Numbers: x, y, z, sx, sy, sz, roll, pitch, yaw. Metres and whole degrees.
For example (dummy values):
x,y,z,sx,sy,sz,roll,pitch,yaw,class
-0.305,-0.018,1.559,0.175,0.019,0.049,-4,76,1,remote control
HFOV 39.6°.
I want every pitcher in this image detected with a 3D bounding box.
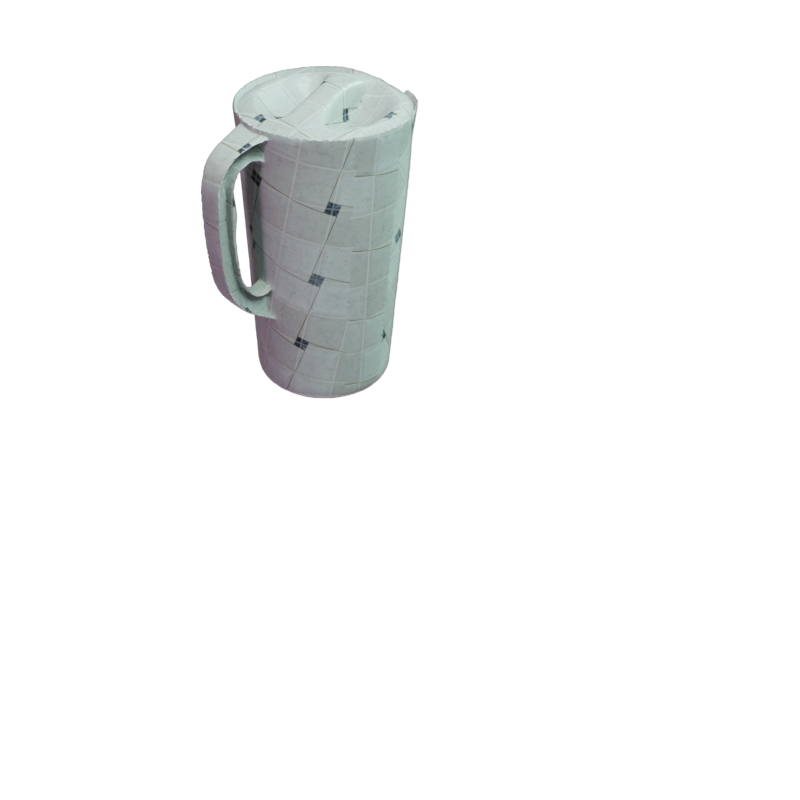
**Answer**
x,y,z,sx,sy,sz,roll,pitch,yaw,class
-0.066,-0.121,0.849,0.149,0.228,0.154,2,33,0,pitcher
